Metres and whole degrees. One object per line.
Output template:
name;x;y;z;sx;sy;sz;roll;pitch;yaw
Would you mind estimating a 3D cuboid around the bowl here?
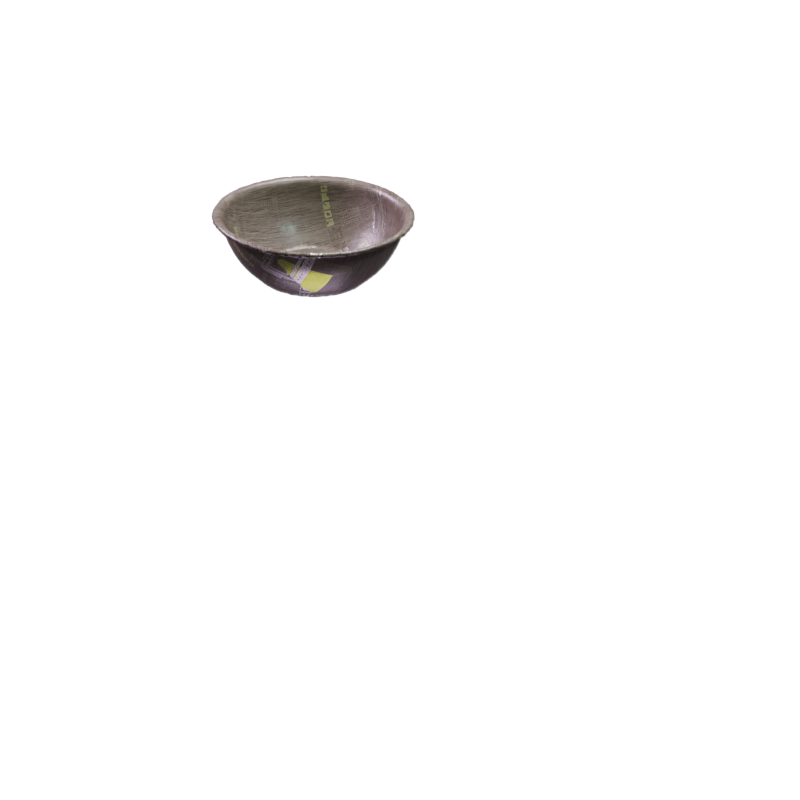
bowl;-0.070;-0.128;0.897;0.162;0.052;0.172;-1;31;-2
